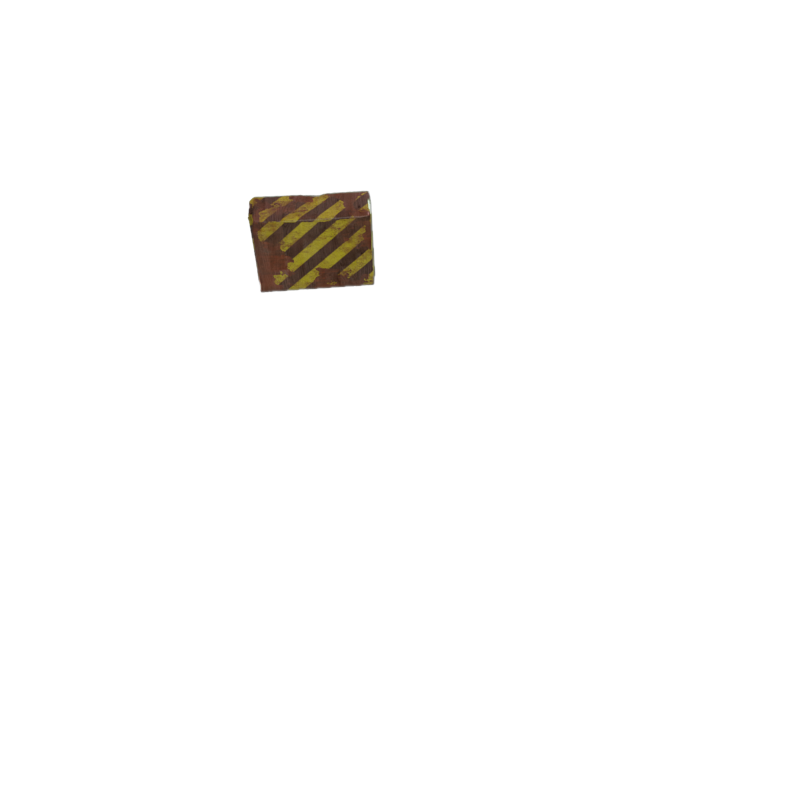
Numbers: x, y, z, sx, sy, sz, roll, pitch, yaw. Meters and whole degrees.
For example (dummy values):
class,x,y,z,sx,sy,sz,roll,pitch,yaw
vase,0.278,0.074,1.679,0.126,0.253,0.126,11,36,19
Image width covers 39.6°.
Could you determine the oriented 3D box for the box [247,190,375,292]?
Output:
class,x,y,z,sx,sy,sz,roll,pitch,yaw
box,-0.064,-0.117,0.821,0.089,0.032,0.068,-3,-43,2
